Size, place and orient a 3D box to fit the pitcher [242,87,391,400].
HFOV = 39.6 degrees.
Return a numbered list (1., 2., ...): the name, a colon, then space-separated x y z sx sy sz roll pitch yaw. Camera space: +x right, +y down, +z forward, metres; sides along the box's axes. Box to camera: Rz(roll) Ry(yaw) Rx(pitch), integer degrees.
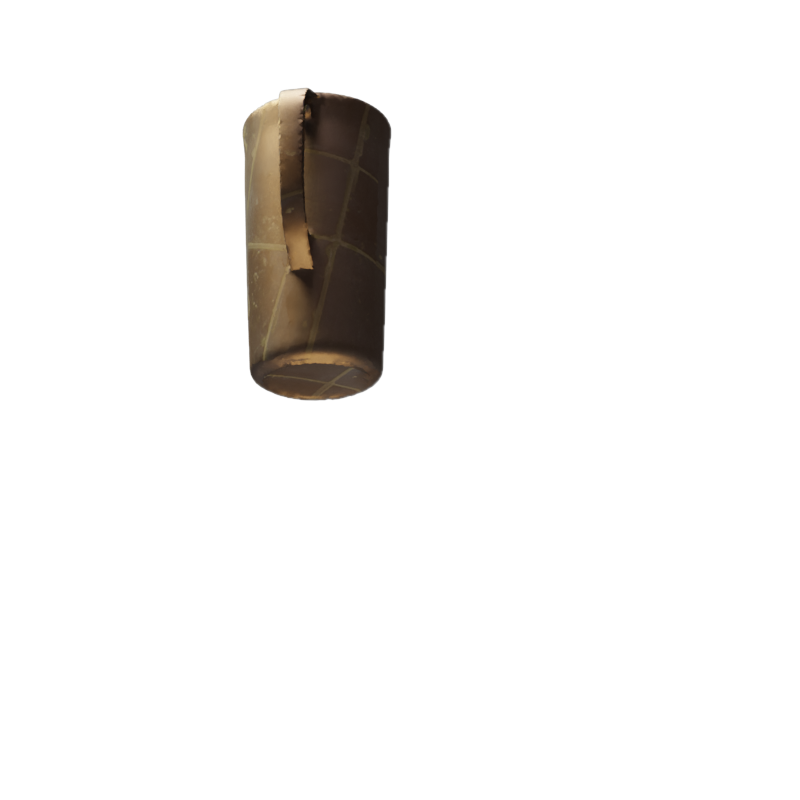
1. pitcher: -0.073 -0.133 0.933 0.141 0.257 0.144 16 -30 -34
